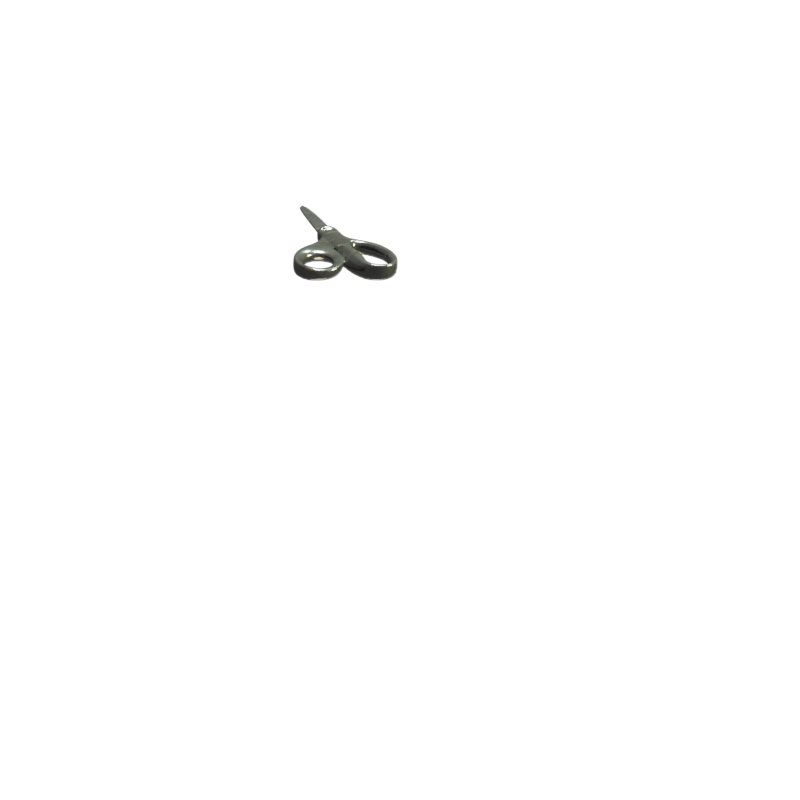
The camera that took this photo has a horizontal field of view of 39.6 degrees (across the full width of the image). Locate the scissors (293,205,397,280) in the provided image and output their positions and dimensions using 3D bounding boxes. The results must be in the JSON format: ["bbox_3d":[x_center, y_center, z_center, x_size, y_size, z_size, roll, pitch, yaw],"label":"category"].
[{"bbox_3d":[-0.078,-0.142,0.996,0.094,0.015,0.216,-14,29,-28],"label":"scissors"}]
